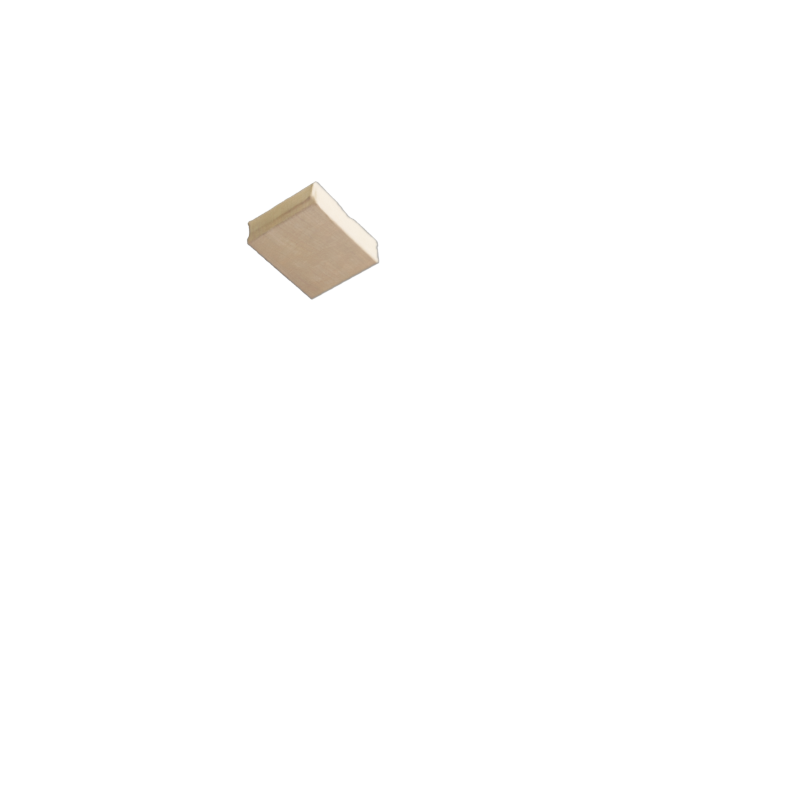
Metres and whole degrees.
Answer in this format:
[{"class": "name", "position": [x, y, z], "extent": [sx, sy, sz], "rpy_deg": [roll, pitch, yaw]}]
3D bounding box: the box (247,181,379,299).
[{"class": "box", "position": [-0.072, -0.132, 0.923], "extent": [0.073, 0.032, 0.083], "rpy_deg": [-28, -50, 26]}]
